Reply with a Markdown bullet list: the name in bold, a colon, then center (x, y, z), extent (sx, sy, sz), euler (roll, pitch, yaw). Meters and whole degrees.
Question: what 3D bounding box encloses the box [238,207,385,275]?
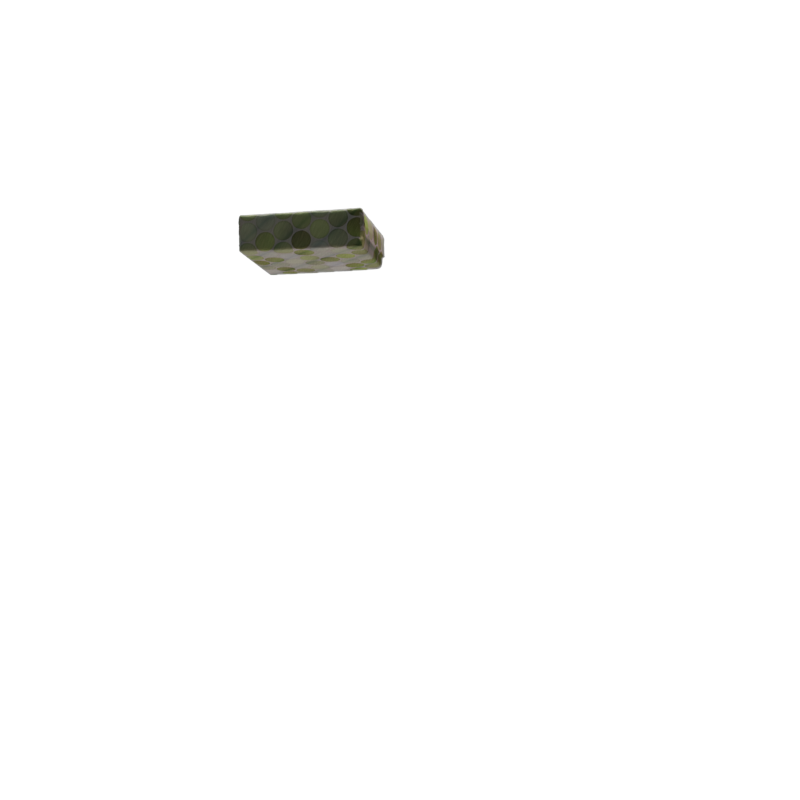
- **box**: center (-0.061, -0.112, 0.784), extent (0.091, 0.031, 0.070), euler (-2, -8, 13)
